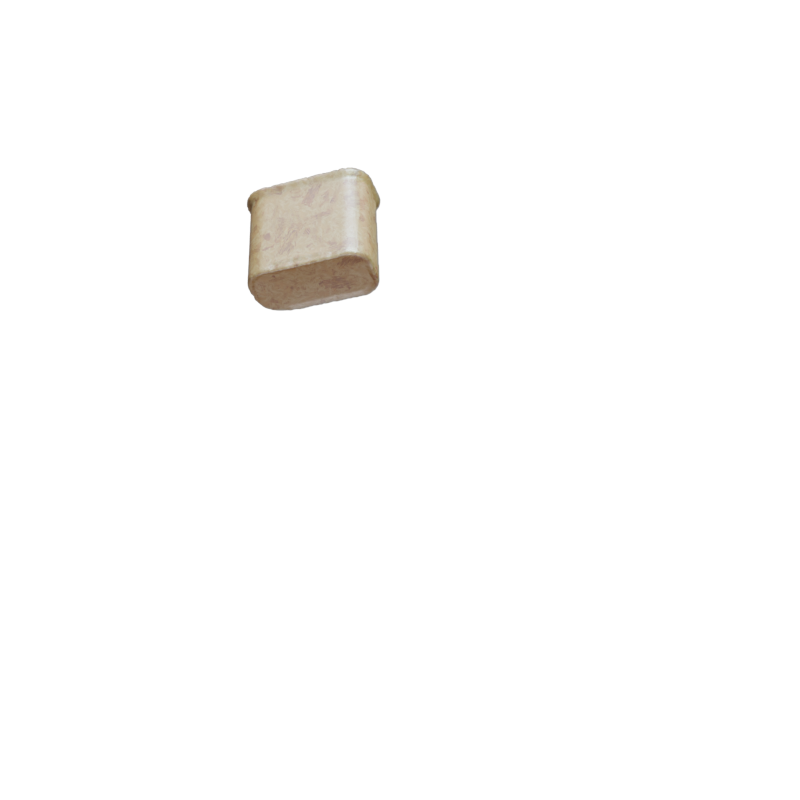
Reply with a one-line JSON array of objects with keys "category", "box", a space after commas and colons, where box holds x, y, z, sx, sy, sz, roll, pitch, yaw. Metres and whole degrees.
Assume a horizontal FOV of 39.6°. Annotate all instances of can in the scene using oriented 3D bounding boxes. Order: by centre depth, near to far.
[{"category": "can", "box": [-0.066, -0.120, 0.842, 0.103, 0.090, 0.053, -12, -38, 14]}]
